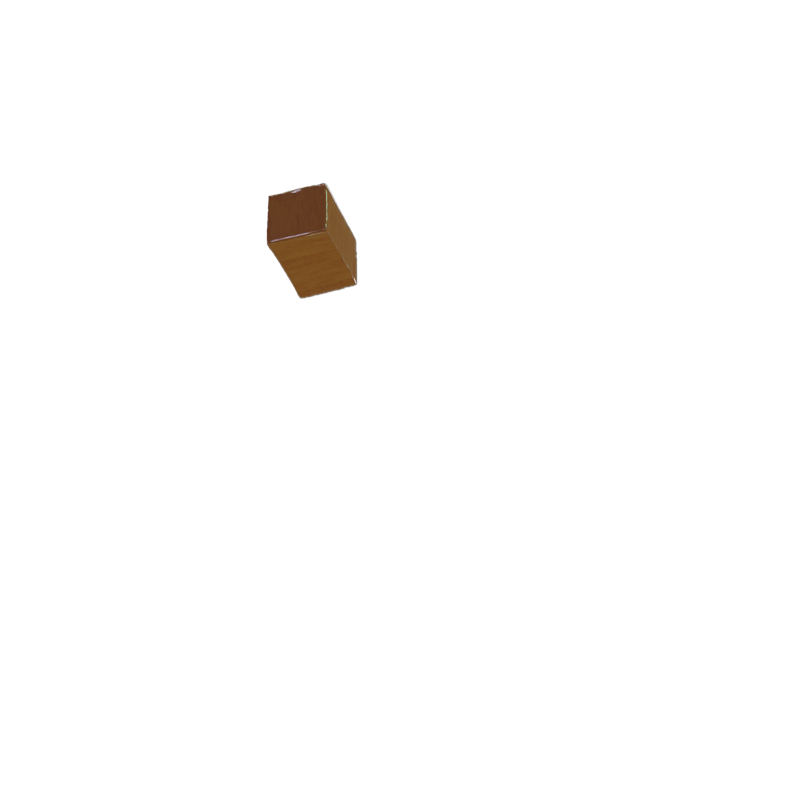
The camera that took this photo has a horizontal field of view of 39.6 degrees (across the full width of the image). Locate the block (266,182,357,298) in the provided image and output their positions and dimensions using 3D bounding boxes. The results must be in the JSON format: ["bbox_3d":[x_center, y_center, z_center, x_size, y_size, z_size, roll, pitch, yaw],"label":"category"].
[{"bbox_3d":[-0.071,-0.129,0.906,0.053,0.055,0.072,-12,-37,13],"label":"block"}]
